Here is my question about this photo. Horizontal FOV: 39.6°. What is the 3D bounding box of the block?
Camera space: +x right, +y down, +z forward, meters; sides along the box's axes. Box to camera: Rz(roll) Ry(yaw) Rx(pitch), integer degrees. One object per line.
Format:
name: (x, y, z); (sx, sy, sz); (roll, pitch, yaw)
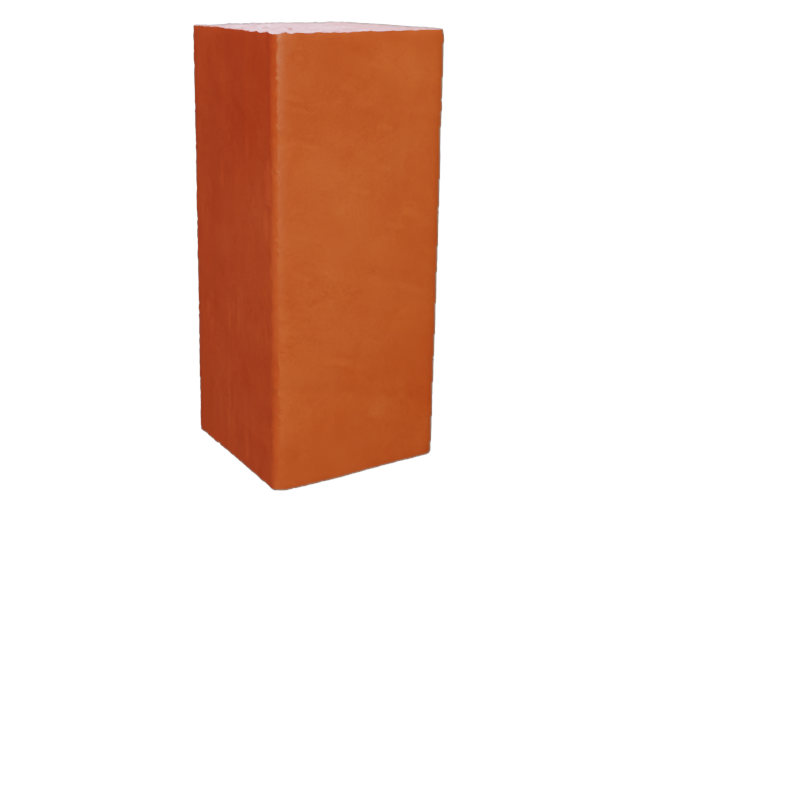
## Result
block: (-0.041, -0.077, 0.537); (0.088, 0.200, 0.096); (-8, 17, -31)
